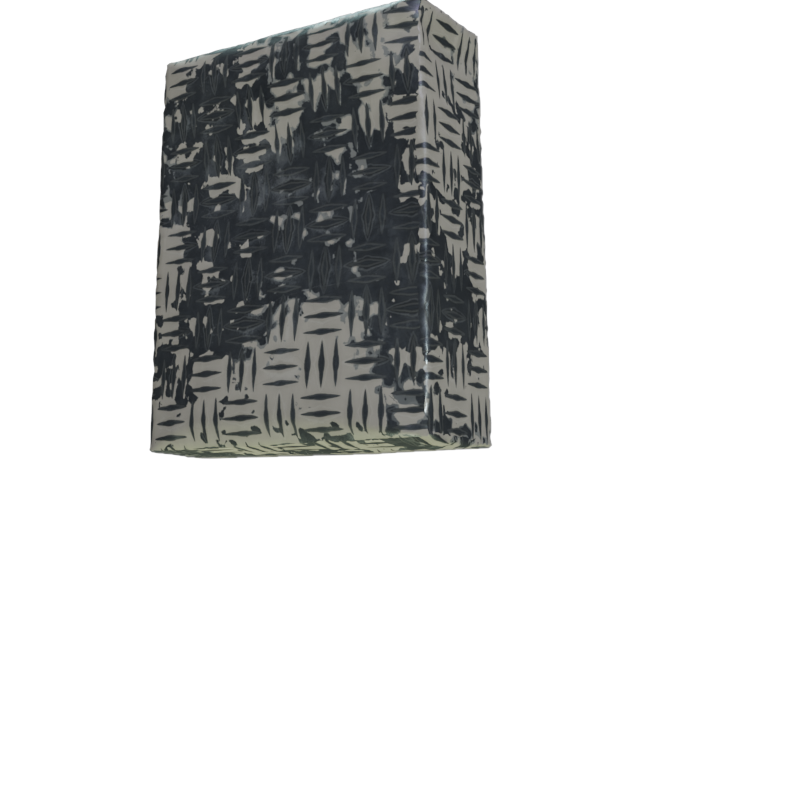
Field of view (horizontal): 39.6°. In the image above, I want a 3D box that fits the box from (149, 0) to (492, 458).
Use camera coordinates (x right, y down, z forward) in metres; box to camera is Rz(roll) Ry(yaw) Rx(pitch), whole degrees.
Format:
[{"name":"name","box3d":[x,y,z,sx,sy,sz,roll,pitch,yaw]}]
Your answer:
[{"name":"box","box3d":[-0.044,-0.081,0.566,0.168,0.220,0.068,-7,-13,30]}]
